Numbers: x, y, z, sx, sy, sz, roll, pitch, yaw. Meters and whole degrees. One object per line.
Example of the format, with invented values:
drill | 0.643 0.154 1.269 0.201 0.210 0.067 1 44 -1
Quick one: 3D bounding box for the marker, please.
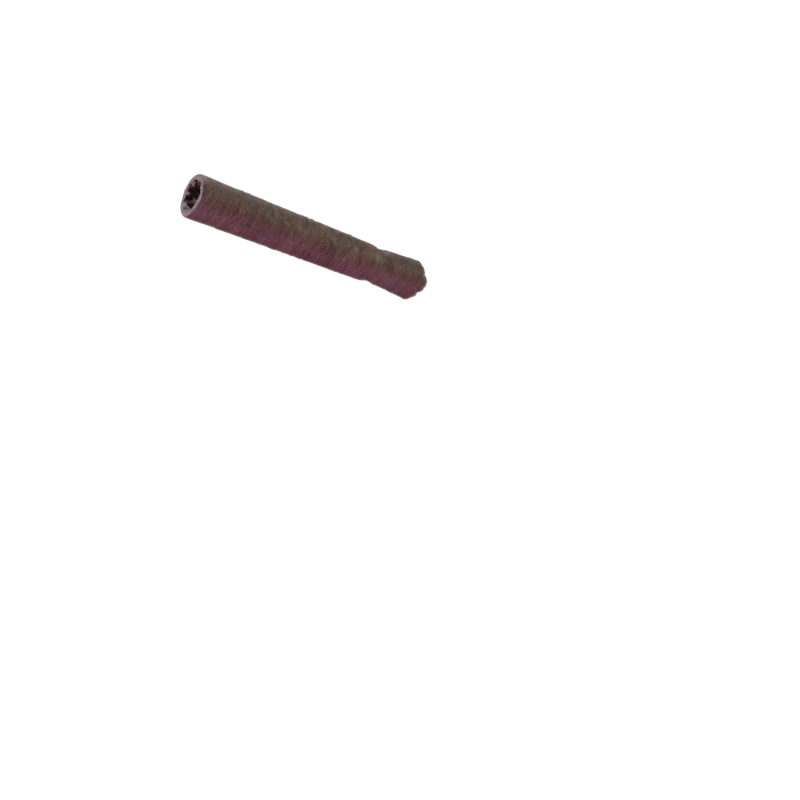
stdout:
marker | -0.037 -0.068 0.475 0.115 0.020 0.020 17 -6 -31
